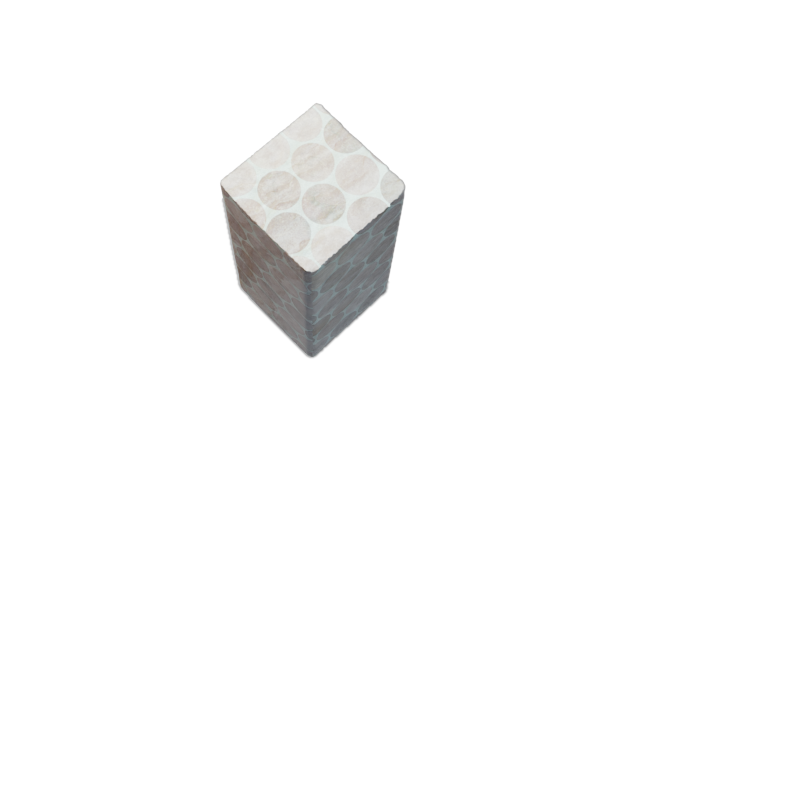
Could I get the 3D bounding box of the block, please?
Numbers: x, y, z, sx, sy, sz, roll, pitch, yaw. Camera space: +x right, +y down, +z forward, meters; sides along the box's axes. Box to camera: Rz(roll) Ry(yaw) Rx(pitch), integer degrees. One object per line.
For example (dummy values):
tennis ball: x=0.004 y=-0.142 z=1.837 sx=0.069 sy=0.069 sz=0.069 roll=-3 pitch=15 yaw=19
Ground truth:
block: x=-0.064 y=-0.116 z=0.815 sx=0.091 sy=0.093 sz=0.198 roll=-42 pitch=-9 yaw=-13
